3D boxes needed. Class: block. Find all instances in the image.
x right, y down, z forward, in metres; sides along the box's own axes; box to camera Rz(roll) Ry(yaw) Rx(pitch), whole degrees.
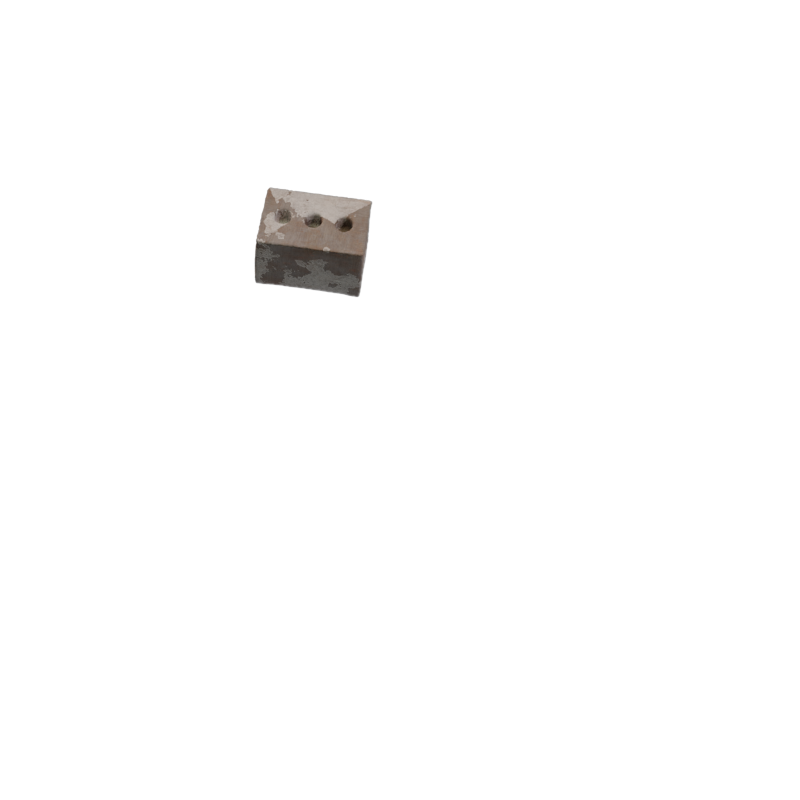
[{"bbox_3d":[-0.062,-0.114,0.797,0.078,0.056,0.048,7,-34,4],"label":"block"}]
